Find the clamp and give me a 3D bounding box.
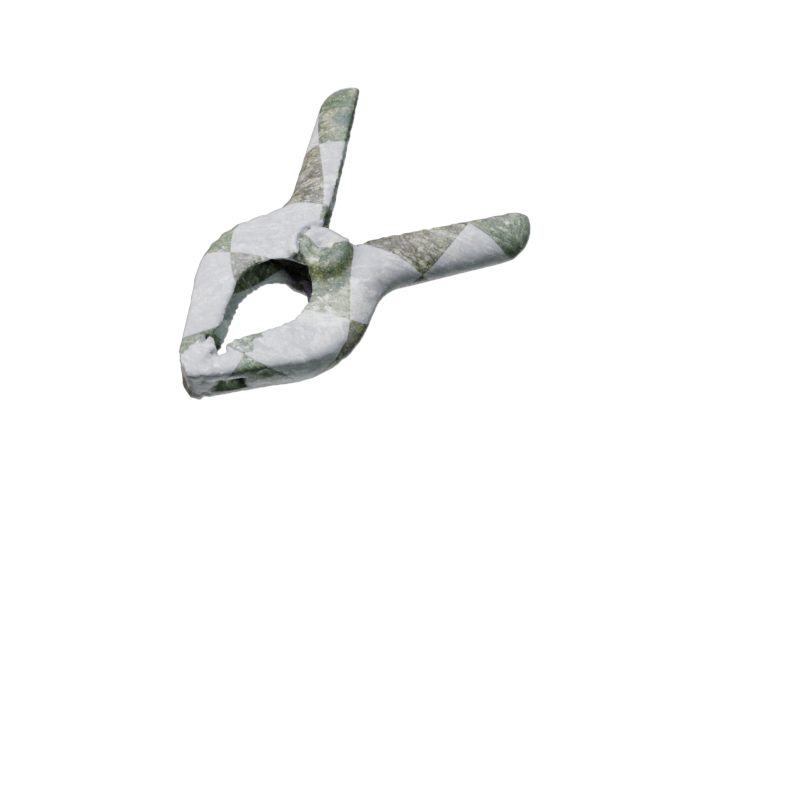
[{"bbox_3d":[-0.039,-0.072,0.503,0.172,0.128,0.037,-34,-28,-21],"label":"clamp"}]
